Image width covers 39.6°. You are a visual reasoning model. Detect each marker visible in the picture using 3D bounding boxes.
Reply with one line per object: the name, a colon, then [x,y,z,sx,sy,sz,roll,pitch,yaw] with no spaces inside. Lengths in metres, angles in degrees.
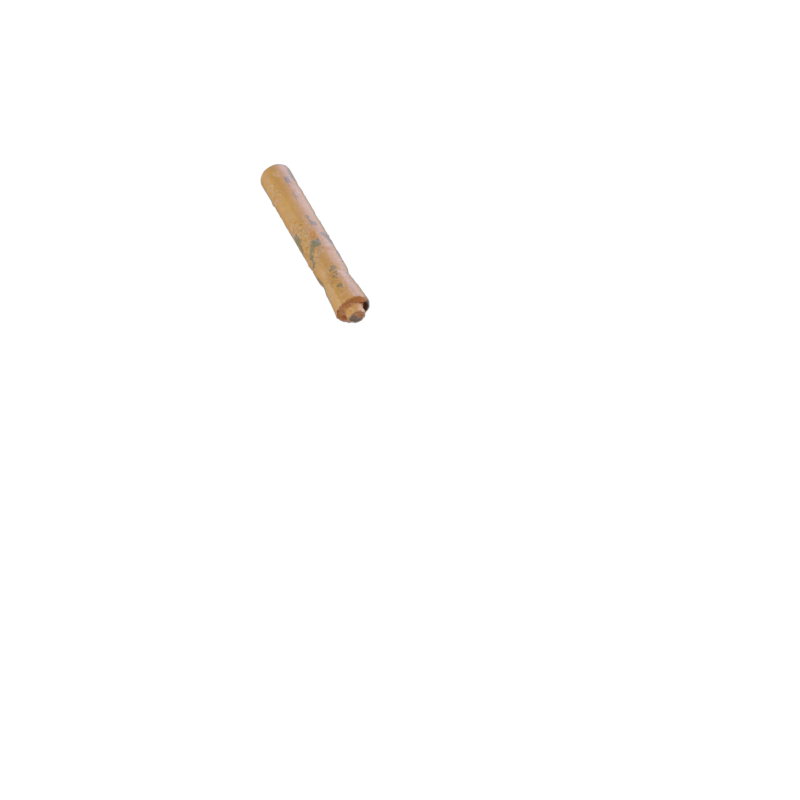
marker: [-0.047,-0.086,0.601,0.019,0.019,0.131,-2,43,-30]
